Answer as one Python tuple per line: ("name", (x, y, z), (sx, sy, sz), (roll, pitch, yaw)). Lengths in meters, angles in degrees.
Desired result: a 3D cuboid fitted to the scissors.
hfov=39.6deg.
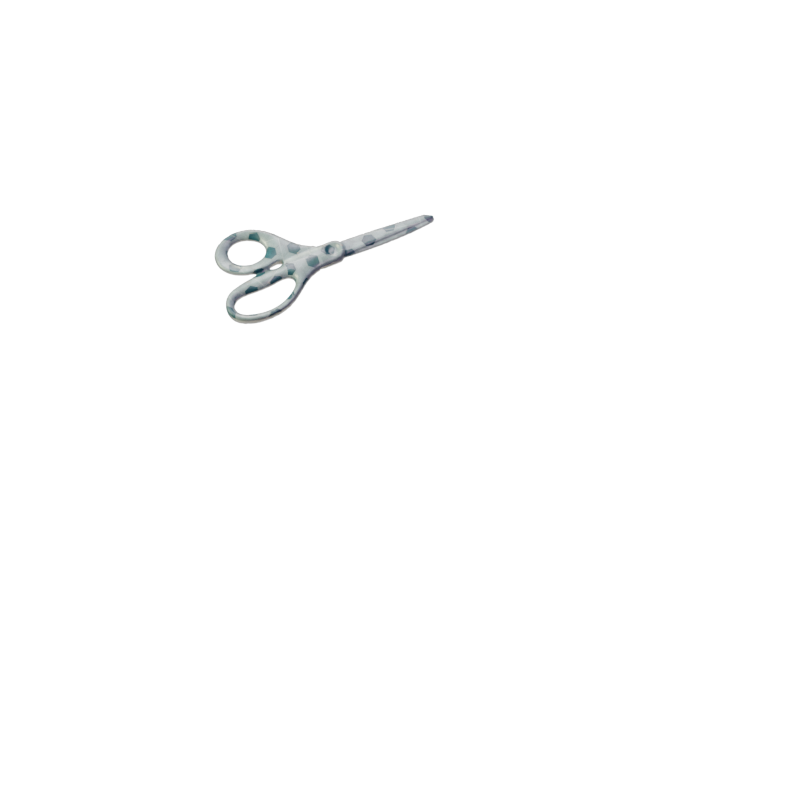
("scissors", (-0.077, -0.141, 0.984), (0.202, 0.102, 0.015), (-36, -22, -17))
